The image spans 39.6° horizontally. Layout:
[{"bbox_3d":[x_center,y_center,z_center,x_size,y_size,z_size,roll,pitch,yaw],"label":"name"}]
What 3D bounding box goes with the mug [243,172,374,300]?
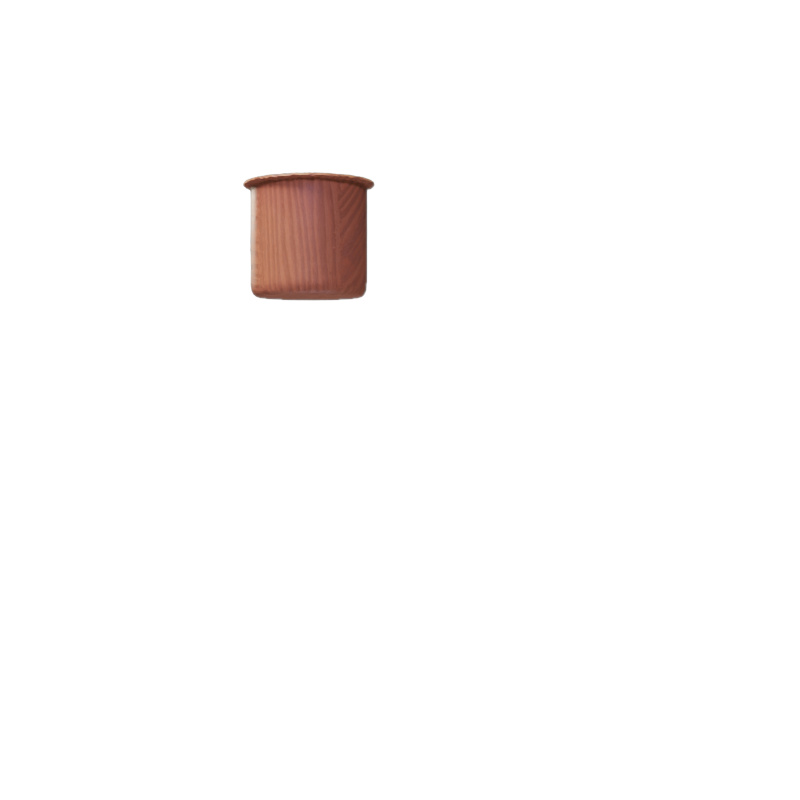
[{"bbox_3d":[-0.062,-0.113,0.792,0.095,0.082,0.114,0,-1,12],"label":"mug"}]
